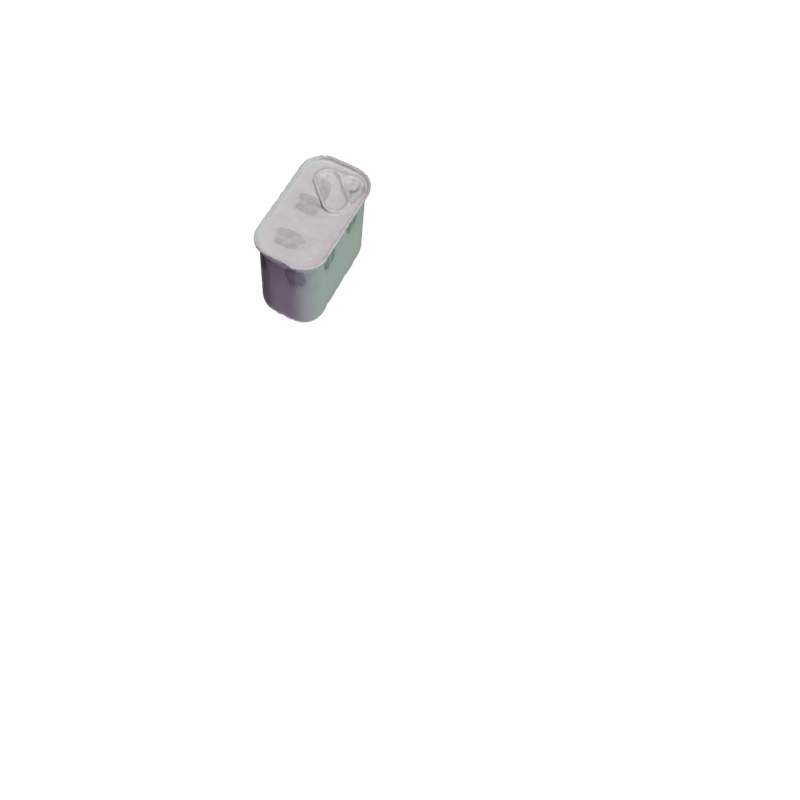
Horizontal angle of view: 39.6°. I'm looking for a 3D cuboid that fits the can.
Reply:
[{"bbox_3d":[-0.066,-0.121,0.846,0.059,0.105,0.079,25,-28,10],"label":"can"}]
